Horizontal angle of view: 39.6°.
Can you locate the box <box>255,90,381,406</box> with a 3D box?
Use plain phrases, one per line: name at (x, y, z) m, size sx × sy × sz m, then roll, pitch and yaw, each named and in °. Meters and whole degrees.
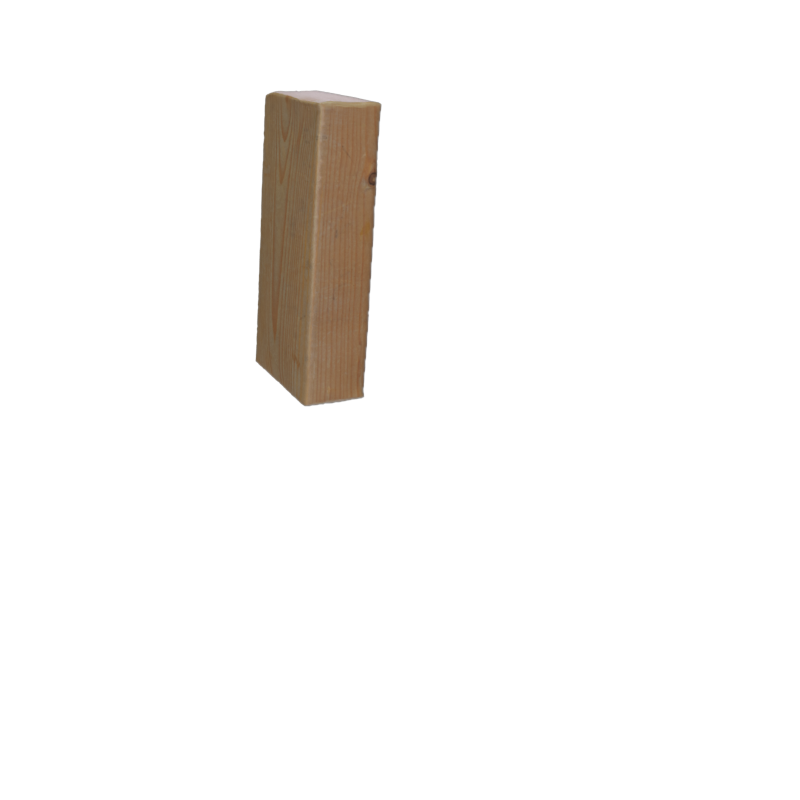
box at (-0.053, -0.095, 0.667) m, size 0.047 × 0.171 × 0.098 m, roll -5°, pitch 15°, yaw -24°
